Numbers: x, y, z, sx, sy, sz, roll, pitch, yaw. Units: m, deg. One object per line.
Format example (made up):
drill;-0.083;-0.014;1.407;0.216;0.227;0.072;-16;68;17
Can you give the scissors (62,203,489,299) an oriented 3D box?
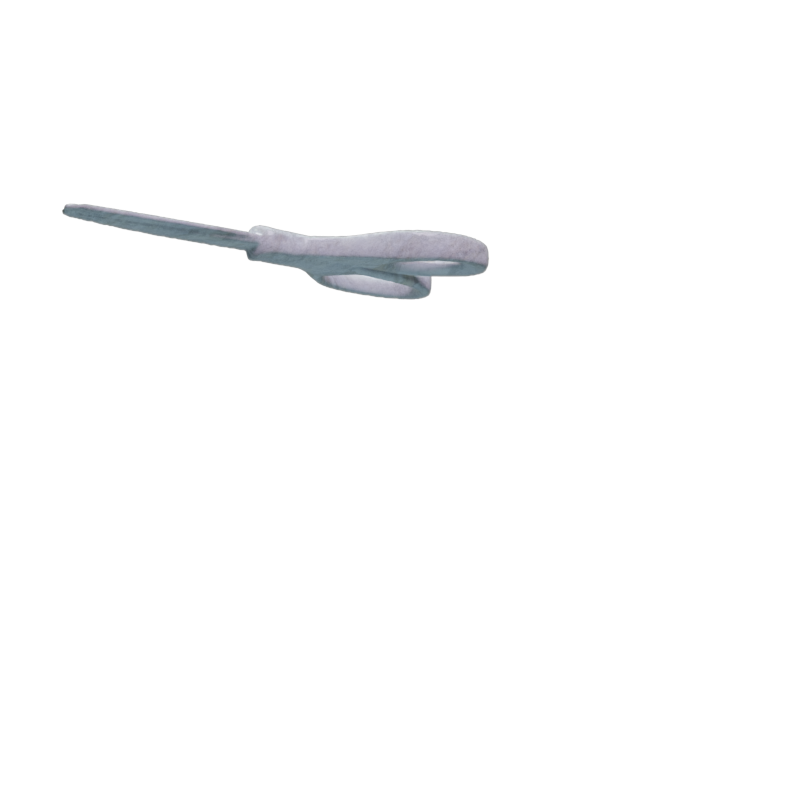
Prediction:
scissors;-0.038;-0.070;0.488;0.099;0.016;0.191;-6;-10;38
